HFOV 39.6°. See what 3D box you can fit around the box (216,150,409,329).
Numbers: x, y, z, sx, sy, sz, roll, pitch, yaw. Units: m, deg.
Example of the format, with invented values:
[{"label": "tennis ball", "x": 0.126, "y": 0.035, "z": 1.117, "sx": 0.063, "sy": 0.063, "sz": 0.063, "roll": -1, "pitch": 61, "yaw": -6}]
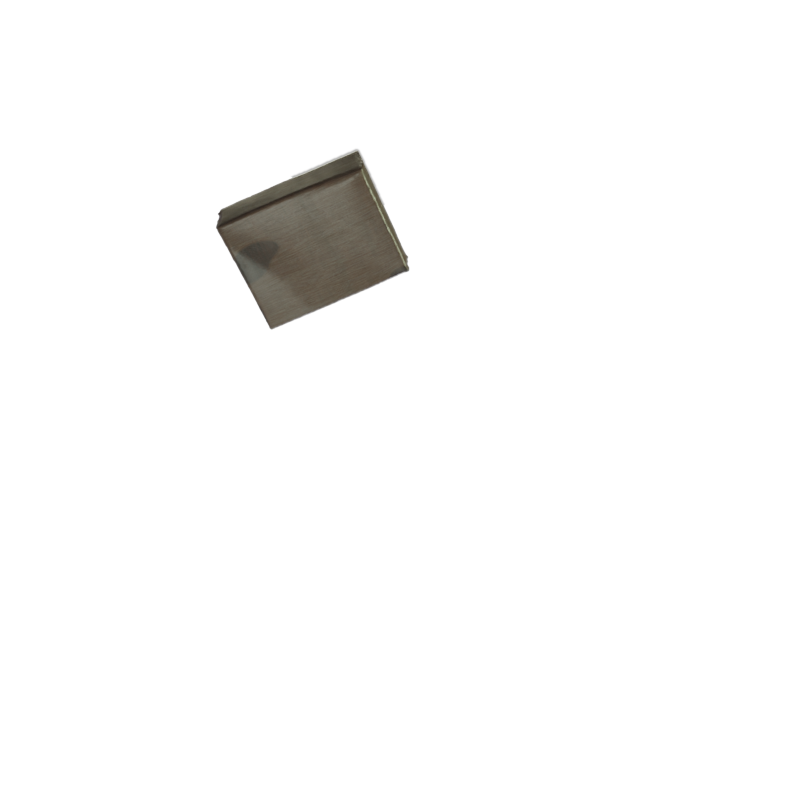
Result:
[{"label": "box", "x": -0.062, "y": -0.113, "z": 0.791, "sx": 0.114, "sy": 0.085, "sz": 0.041, "roll": -21, "pitch": 24, "yaw": 9}]
